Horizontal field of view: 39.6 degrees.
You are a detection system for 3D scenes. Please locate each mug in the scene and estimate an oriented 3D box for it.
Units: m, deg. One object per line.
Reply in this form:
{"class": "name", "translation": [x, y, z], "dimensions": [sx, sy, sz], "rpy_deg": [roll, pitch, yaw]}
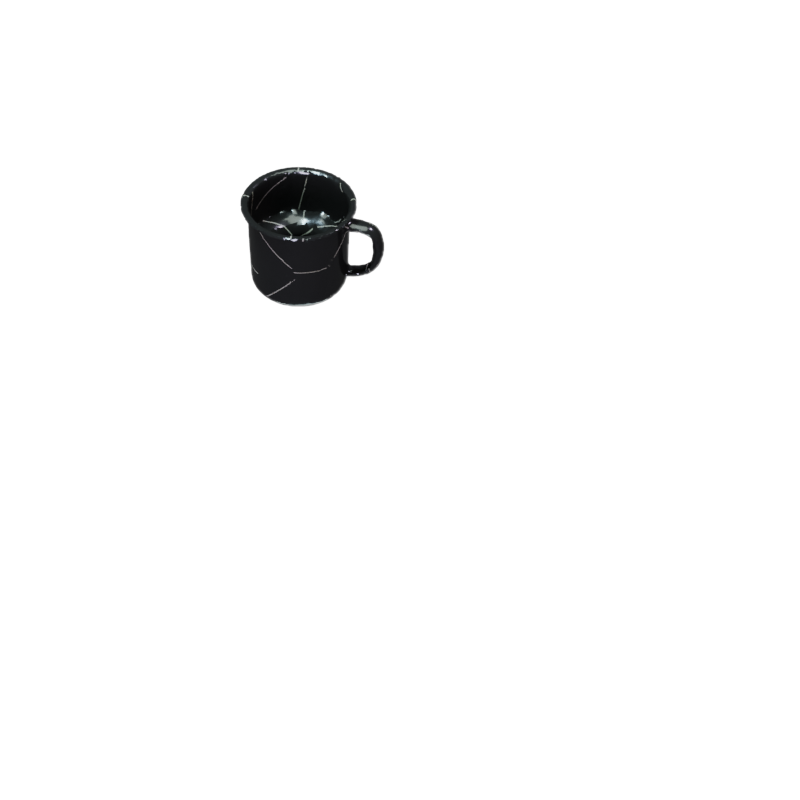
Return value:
{"class": "mug", "translation": [-0.071, -0.130, 0.909], "dimensions": [0.118, 0.076, 0.099], "rpy_deg": [8, 45, 6]}
